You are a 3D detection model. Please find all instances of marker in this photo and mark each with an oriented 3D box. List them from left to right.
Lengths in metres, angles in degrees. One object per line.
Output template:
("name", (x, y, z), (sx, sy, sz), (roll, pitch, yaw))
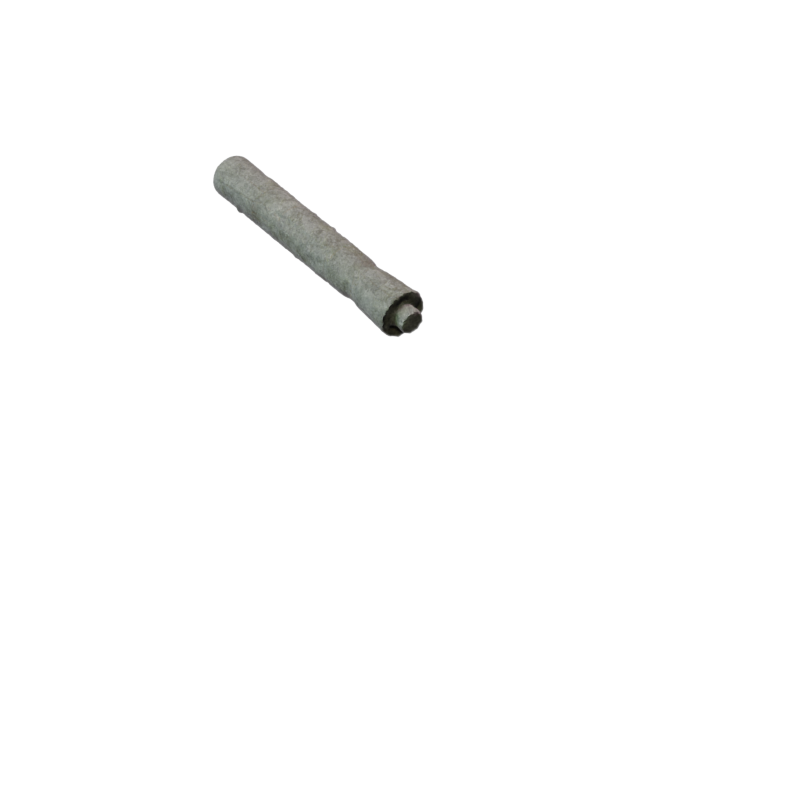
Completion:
("marker", (-0.033, -0.061, 0.426), (0.019, 0.019, 0.130), (-3, 33, -41))
